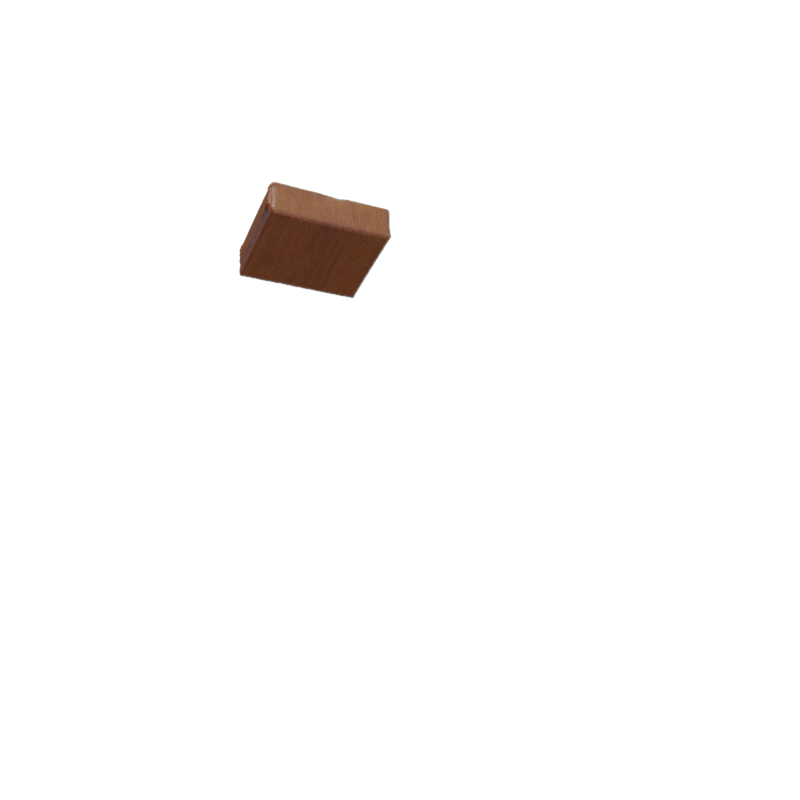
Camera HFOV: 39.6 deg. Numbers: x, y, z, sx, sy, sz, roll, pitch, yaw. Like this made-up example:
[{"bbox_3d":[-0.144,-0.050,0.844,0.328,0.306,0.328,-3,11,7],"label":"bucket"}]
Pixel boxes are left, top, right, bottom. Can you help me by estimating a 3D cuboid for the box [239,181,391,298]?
[{"bbox_3d":[-0.061,-0.111,0.775,0.087,0.032,0.070,12,-38,-16],"label":"box"}]
